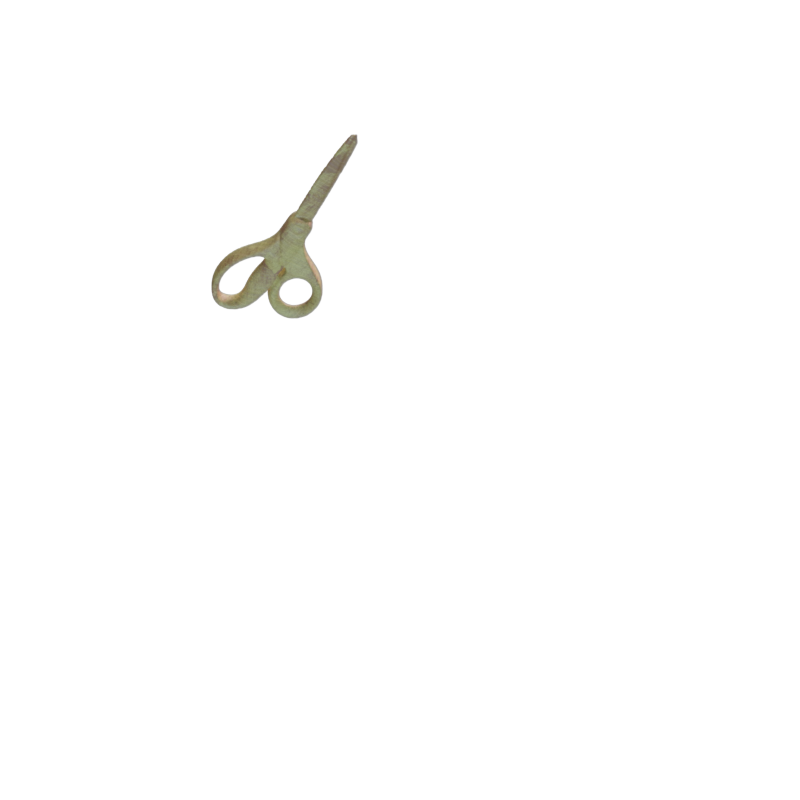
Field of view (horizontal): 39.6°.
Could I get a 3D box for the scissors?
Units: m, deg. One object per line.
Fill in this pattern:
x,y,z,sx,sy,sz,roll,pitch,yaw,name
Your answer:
-0.066,-0.120,0.843,0.091,0.017,0.199,30,-48,-32,scissors
